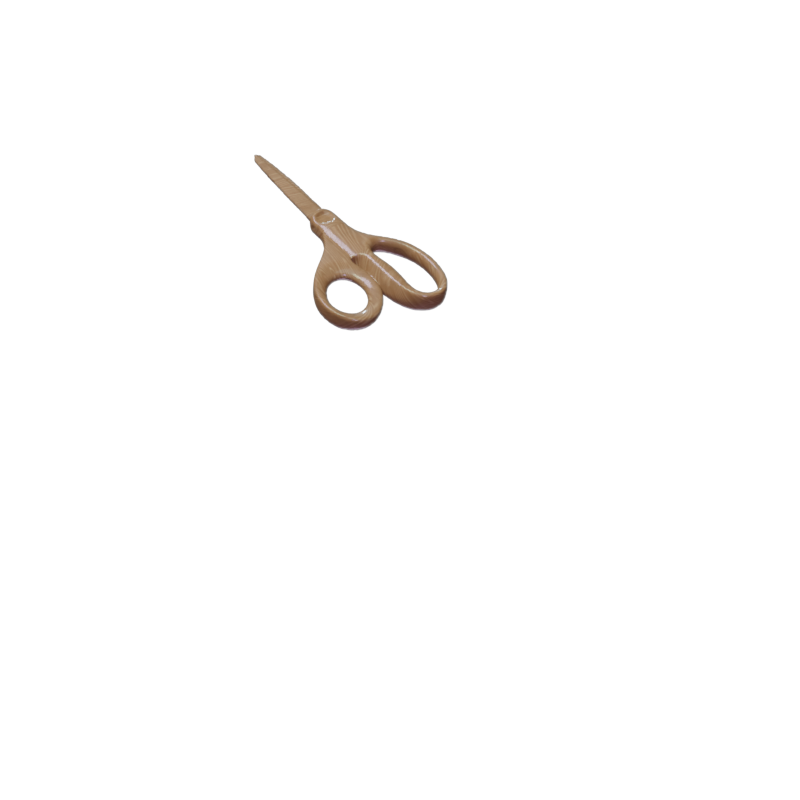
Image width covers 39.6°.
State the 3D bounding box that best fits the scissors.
[{"bbox_3d":[-0.060,-0.109,0.766,0.214,0.015,0.097,32,53,29],"label":"scissors"}]
